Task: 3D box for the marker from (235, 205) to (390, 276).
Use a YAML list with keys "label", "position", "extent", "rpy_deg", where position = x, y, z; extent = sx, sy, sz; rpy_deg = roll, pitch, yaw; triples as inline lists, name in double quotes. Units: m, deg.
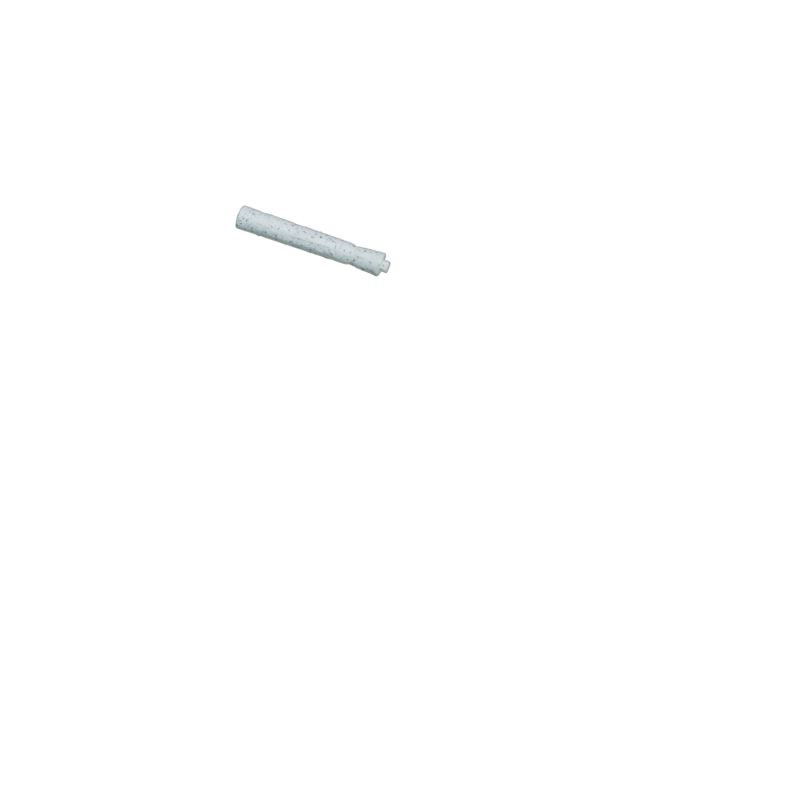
- label: "marker"
  position: [-0.065, -0.119, 0.837]
  extent: [0.123, 0.020, 0.019]
  rpy_deg: [20, 7, 10]
